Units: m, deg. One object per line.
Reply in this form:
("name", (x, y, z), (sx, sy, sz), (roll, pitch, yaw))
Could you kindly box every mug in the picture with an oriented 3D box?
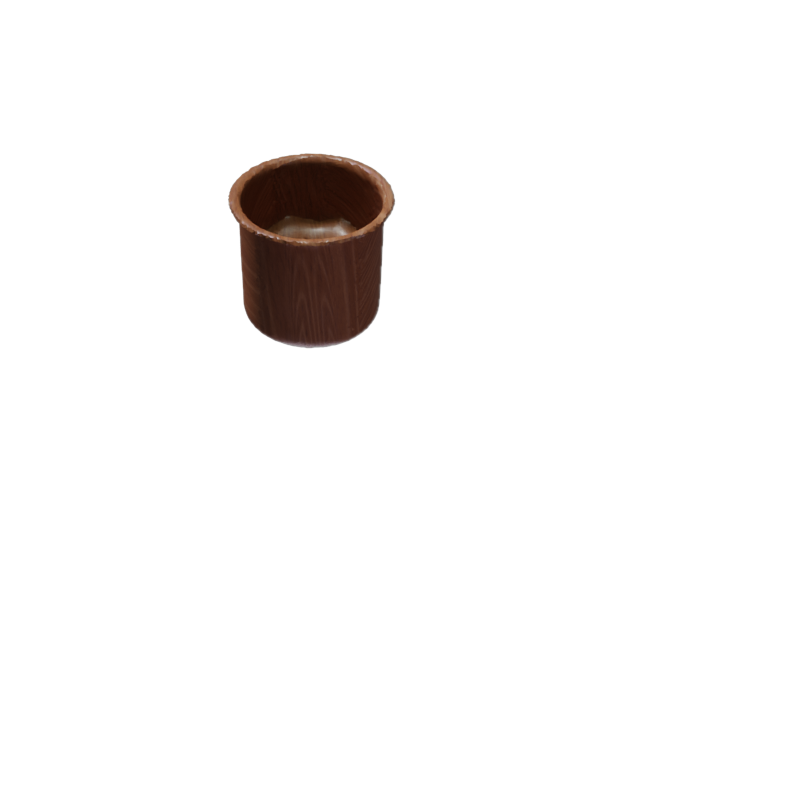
("mug", (-0.051, -0.093, 0.652), (0.093, 0.076, 0.125), (2, 40, 1))
